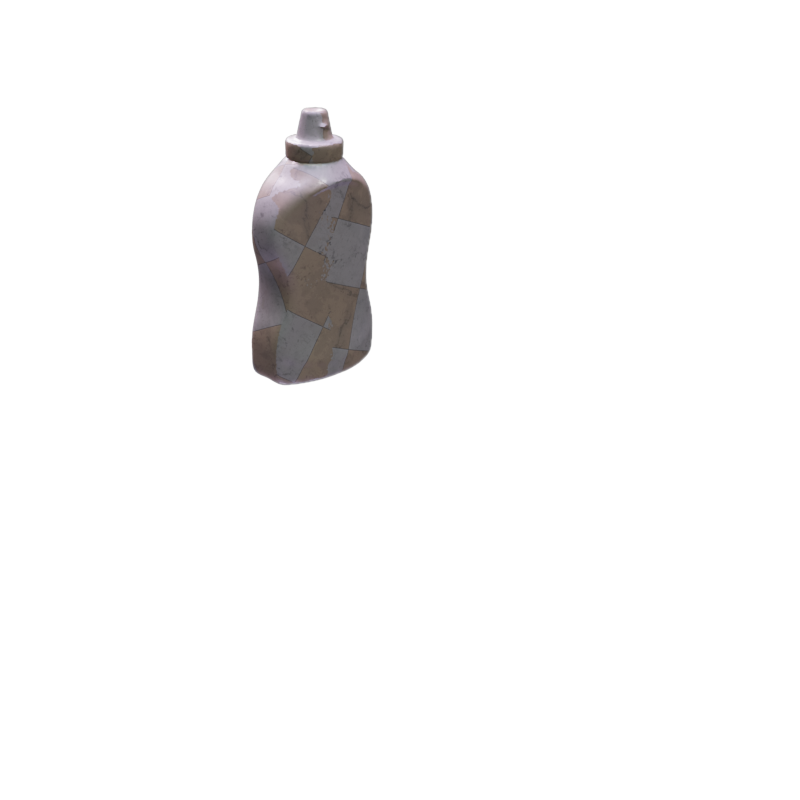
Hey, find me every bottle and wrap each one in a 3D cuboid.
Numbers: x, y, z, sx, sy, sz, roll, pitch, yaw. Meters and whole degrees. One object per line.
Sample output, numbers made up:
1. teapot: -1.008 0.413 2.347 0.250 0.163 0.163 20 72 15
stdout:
1. bottle: -0.062 -0.113 0.791 0.094 0.184 0.062 -16 26 -40
